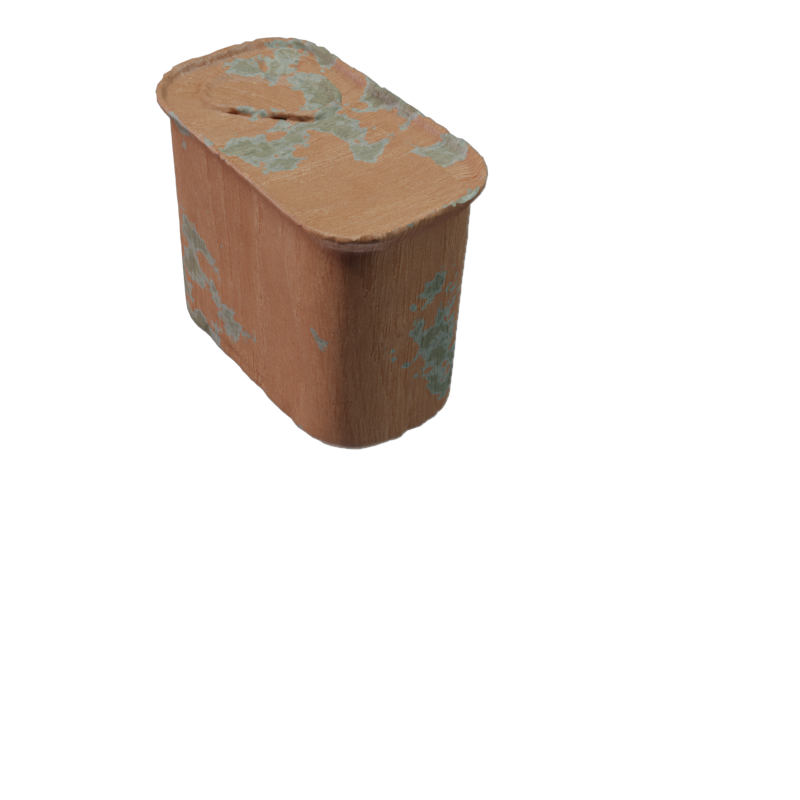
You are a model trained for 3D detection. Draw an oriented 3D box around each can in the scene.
[{"bbox_3d":[-0.026,-0.047,0.329,0.057,0.078,0.110,-26,49,-28],"label":"can"}]
